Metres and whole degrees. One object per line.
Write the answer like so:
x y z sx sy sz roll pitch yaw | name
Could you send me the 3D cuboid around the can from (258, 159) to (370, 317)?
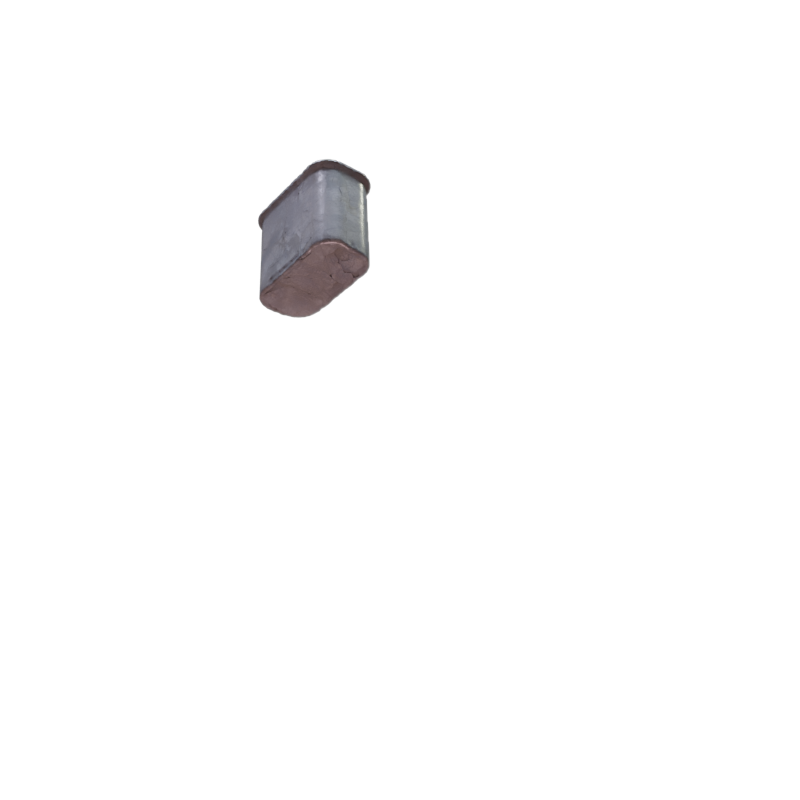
-0.068 -0.124 0.868 0.054 0.090 0.100 25 -45 -31 | can
